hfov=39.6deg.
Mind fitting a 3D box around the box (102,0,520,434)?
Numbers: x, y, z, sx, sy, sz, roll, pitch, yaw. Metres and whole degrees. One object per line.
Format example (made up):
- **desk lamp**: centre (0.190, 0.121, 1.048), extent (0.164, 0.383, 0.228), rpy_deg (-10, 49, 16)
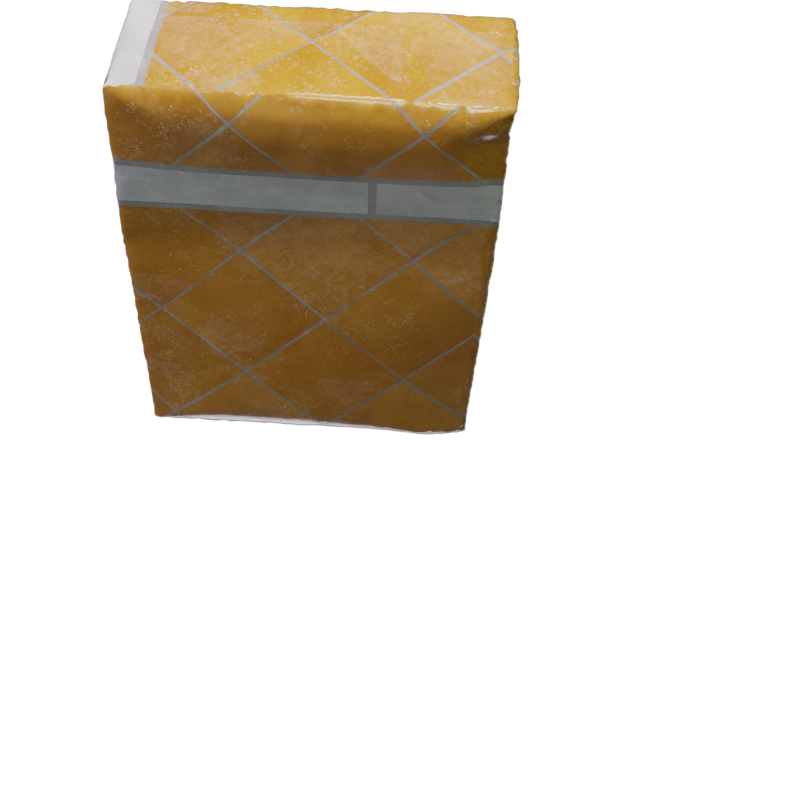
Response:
- **box**: centre (-0.040, -0.073, 0.514), extent (0.165, 0.077, 0.199), rpy_deg (5, -40, 1)
